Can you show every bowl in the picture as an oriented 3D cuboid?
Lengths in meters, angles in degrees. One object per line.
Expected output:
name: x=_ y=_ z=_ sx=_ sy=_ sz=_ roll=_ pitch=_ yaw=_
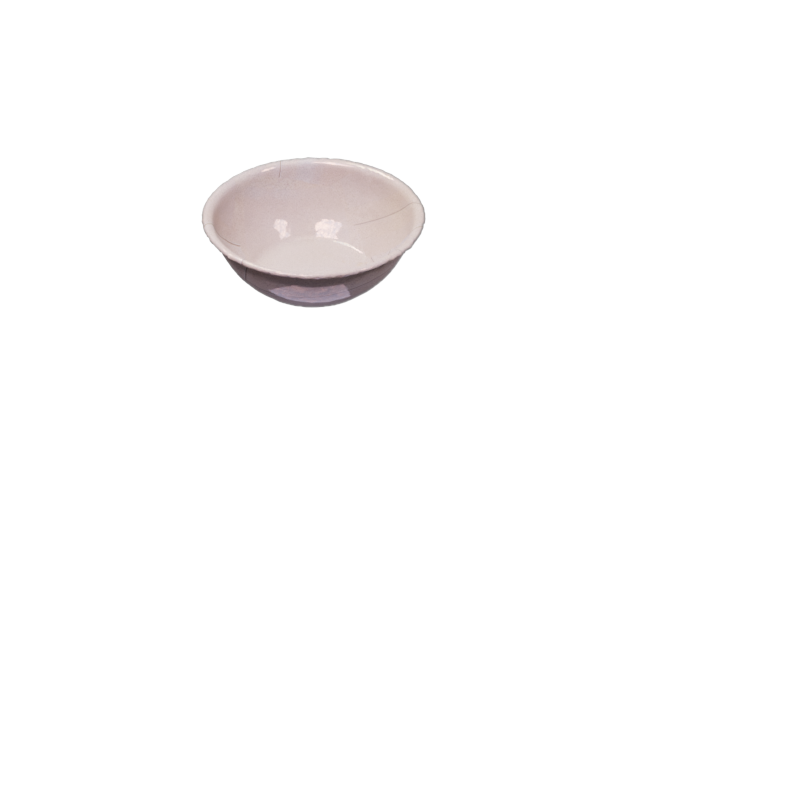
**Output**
bowl: x=-0.064 y=-0.117 z=0.817 sx=0.162 sy=0.051 sz=0.174 roll=-1 pitch=39 yaw=-2
